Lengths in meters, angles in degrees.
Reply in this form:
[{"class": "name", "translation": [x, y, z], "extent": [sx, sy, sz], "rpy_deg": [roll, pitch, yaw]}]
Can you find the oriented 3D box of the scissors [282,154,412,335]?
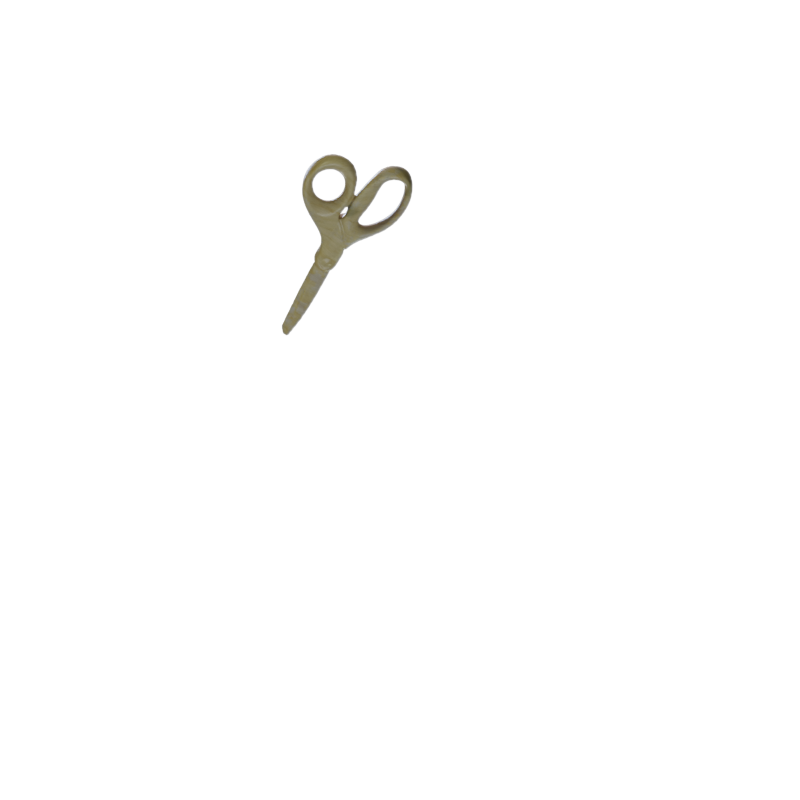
[{"class": "scissors", "translation": [-0.072, -0.132, 0.925], "extent": [0.091, 0.017, 0.198], "rpy_deg": [32, -55, -27]}]
